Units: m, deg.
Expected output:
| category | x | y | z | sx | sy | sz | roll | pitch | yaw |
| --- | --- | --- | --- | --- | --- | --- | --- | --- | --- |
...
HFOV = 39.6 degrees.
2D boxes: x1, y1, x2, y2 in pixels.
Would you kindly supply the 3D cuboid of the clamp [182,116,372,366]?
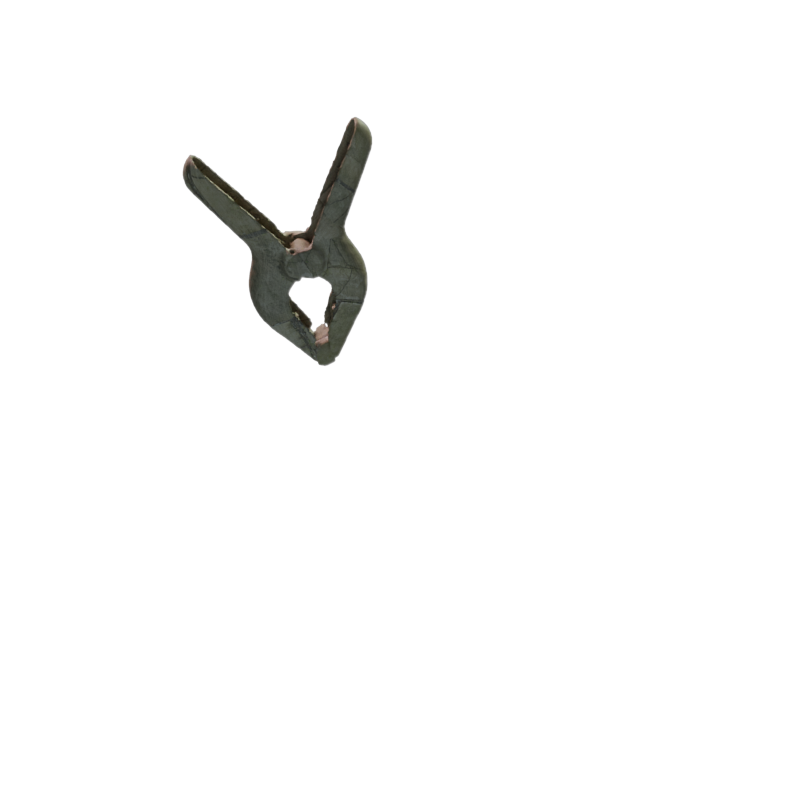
| category | x | y | z | sx | sy | sz | roll | pitch | yaw |
| --- | --- | --- | --- | --- | --- | --- | --- | --- | --- |
| clamp | -0.057 | -0.104 | 0.727 | 0.121 | 0.160 | 0.042 | -17 | 31 | 10 |
